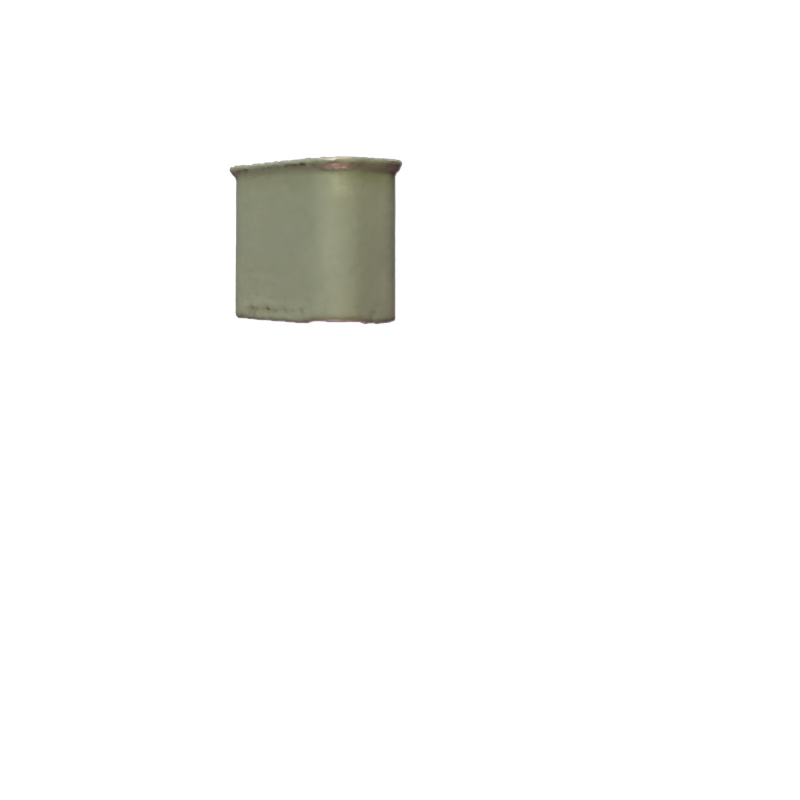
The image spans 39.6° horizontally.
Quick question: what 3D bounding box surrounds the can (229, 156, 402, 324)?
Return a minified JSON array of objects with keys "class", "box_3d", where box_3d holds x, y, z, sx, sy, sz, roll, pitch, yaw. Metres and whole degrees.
[{"class":"can","box_3d":[-0.047,-0.085,0.594,0.055,0.084,0.106,-2,5,-41]}]
